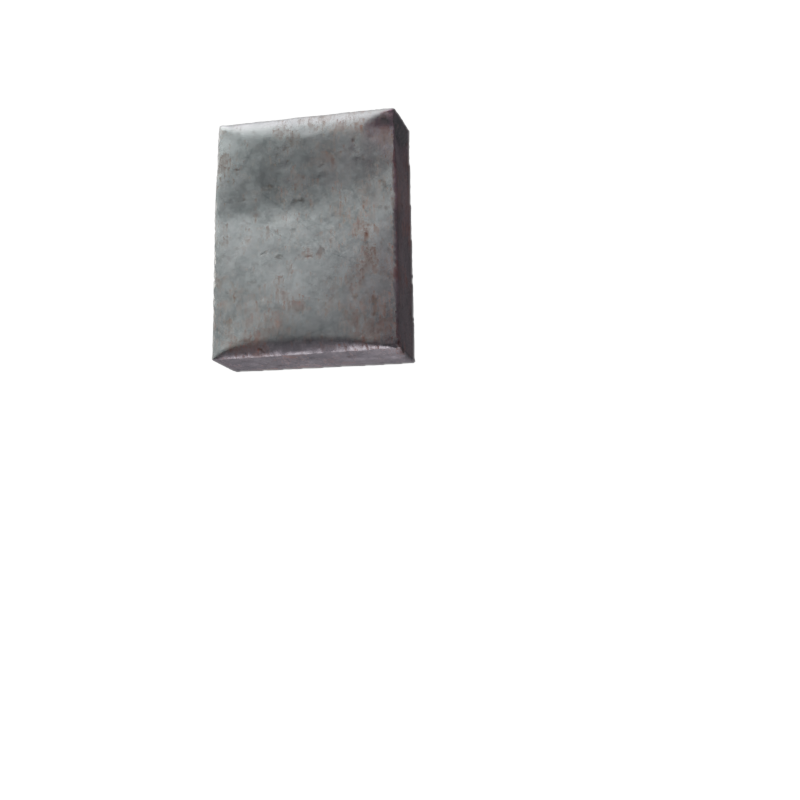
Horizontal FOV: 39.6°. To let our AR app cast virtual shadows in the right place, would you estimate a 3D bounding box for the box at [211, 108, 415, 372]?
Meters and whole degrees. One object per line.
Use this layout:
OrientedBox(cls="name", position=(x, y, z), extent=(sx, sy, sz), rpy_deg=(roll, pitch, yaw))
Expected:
OrientedBox(cls="box", position=(-0.075, -0.137, 0.959), extent=(0.167, 0.222, 0.068), rpy_deg=(-4, -15, 14))
